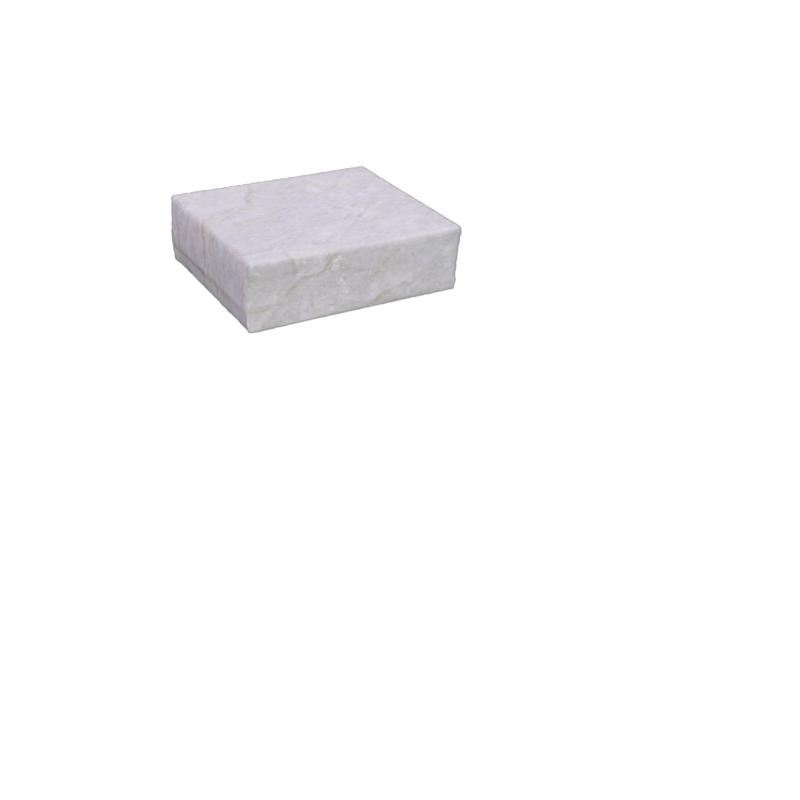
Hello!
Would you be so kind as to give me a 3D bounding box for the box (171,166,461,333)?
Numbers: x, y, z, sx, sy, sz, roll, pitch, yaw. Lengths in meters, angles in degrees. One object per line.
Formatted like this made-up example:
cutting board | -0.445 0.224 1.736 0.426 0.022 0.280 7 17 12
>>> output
box | -0.042 -0.076 0.532 0.112 0.037 0.097 -16 34 -27
